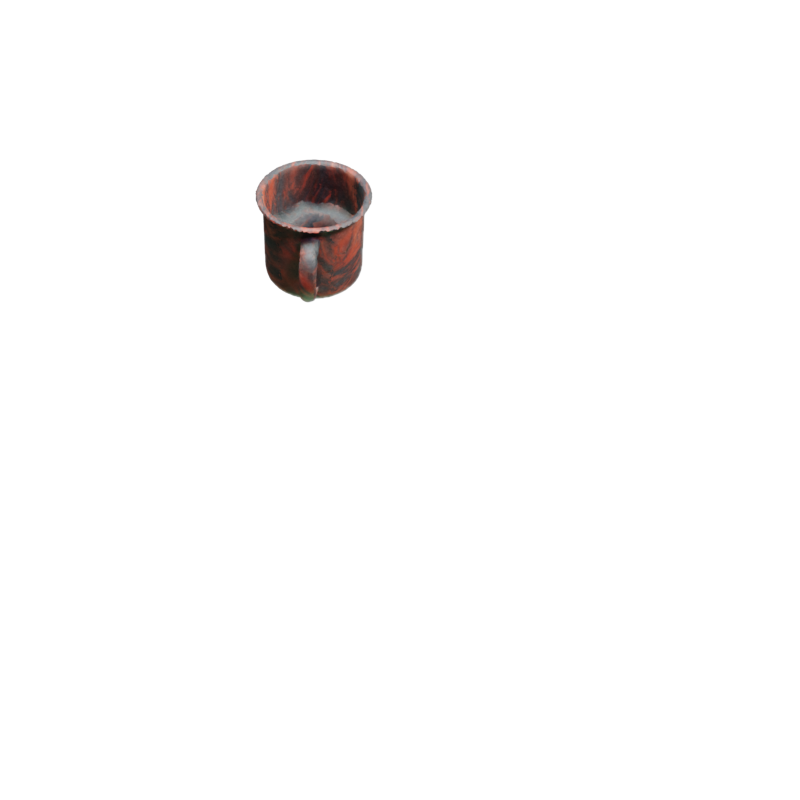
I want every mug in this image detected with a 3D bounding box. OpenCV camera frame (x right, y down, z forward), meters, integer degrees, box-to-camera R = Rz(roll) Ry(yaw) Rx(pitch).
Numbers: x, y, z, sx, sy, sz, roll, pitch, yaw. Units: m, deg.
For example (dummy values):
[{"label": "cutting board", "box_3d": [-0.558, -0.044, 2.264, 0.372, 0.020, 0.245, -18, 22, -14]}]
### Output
[{"label": "mug", "box_3d": [-0.071, -0.129, 0.901, 0.093, 0.076, 0.126, 0, 45, -1]}]
